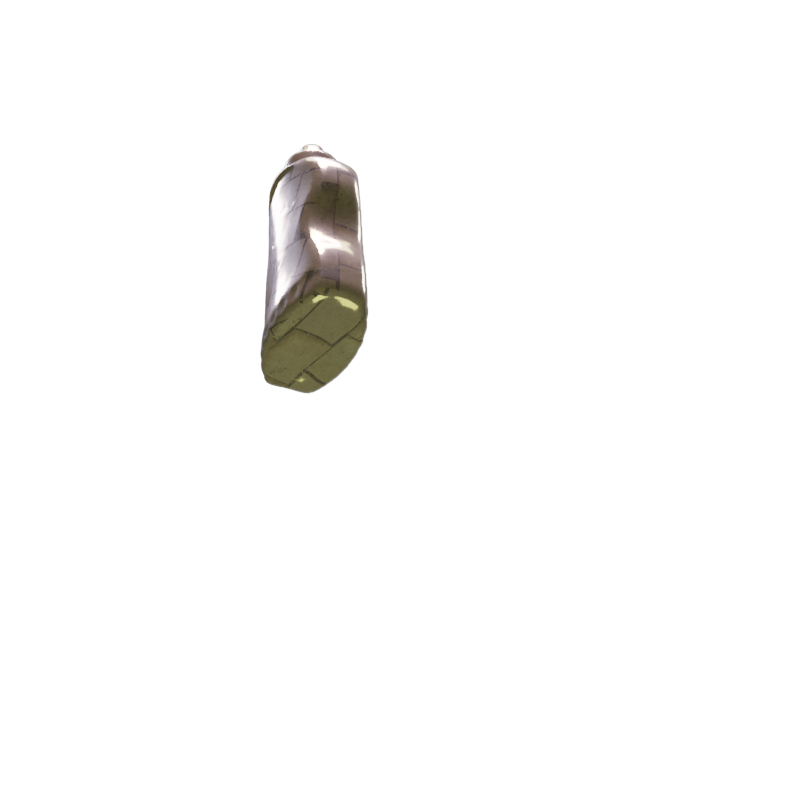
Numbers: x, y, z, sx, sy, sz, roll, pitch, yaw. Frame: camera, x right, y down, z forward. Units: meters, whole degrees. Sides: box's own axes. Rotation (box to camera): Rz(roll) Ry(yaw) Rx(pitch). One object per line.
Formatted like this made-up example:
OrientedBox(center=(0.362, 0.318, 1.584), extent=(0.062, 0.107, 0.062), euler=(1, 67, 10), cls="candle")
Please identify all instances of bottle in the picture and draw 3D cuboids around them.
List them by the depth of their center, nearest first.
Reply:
OrientedBox(center=(-0.058, -0.106, 0.742), extent=(0.057, 0.206, 0.092), euler=(14, -46, -18), cls="bottle")
